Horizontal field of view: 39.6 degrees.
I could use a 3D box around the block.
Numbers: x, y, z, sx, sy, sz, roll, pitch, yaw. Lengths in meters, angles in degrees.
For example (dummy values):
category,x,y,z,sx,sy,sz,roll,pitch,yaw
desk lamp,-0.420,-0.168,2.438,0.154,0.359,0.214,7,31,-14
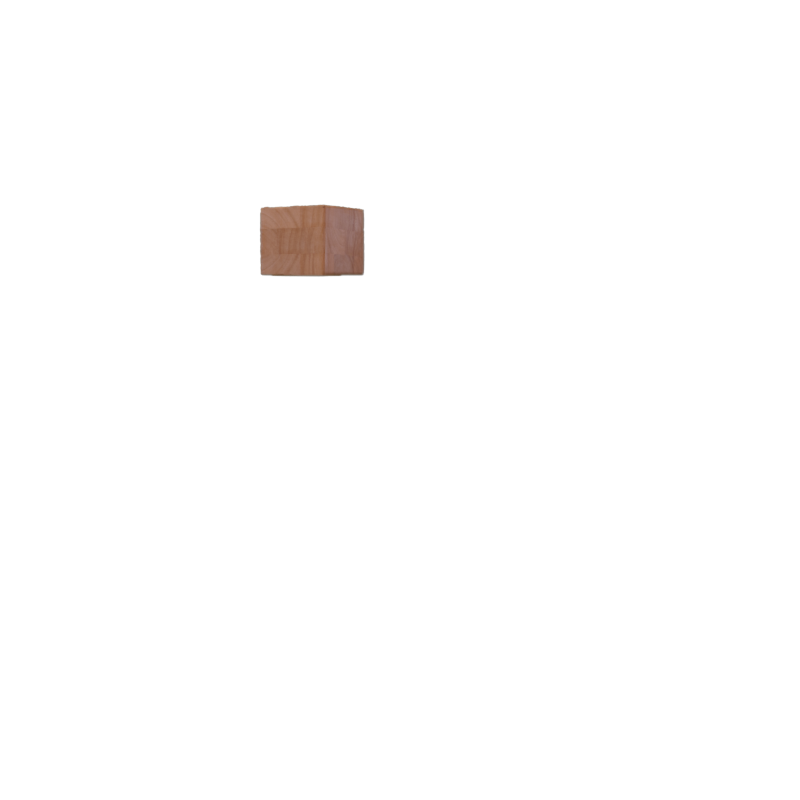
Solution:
category,x,y,z,sx,sy,sz,roll,pitch,yaw
block,-0.065,-0.118,0.826,0.054,0.051,0.076,1,5,22
